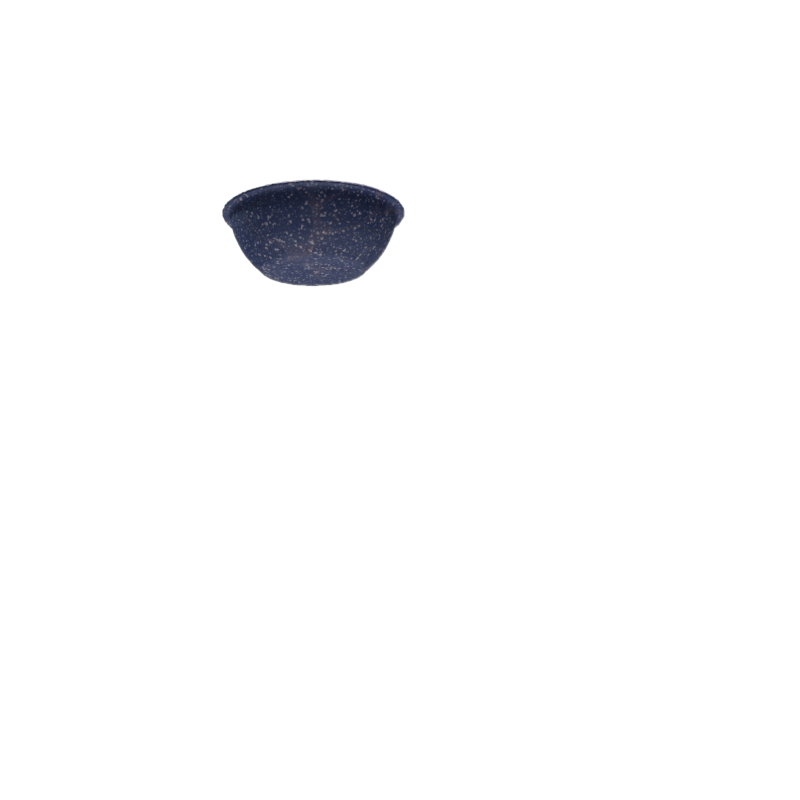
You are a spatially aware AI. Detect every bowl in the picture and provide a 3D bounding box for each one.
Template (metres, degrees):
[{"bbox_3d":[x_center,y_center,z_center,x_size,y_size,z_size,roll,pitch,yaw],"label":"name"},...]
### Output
[{"bbox_3d":[-0.076,-0.139,0.974,0.162,0.057,0.156,0,-13,-2],"label":"bowl"}]
